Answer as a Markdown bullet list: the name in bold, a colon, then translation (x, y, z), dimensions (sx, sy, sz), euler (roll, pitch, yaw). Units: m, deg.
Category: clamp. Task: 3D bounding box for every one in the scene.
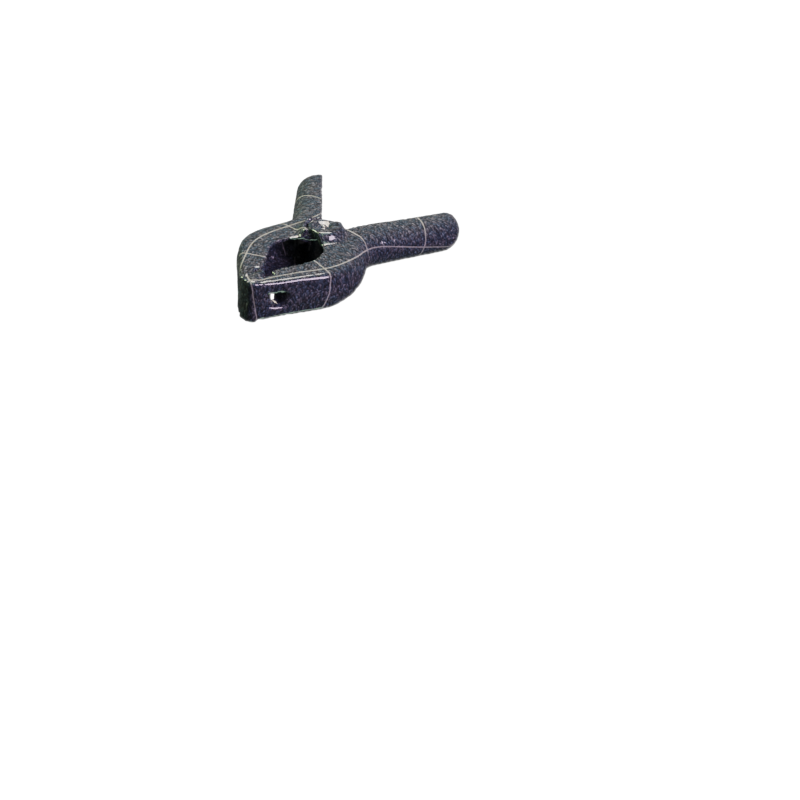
- **clamp**: translation (-0.055, -0.101, 0.709), dimensions (0.127, 0.037, 0.171), euler (20, 34, 33)
